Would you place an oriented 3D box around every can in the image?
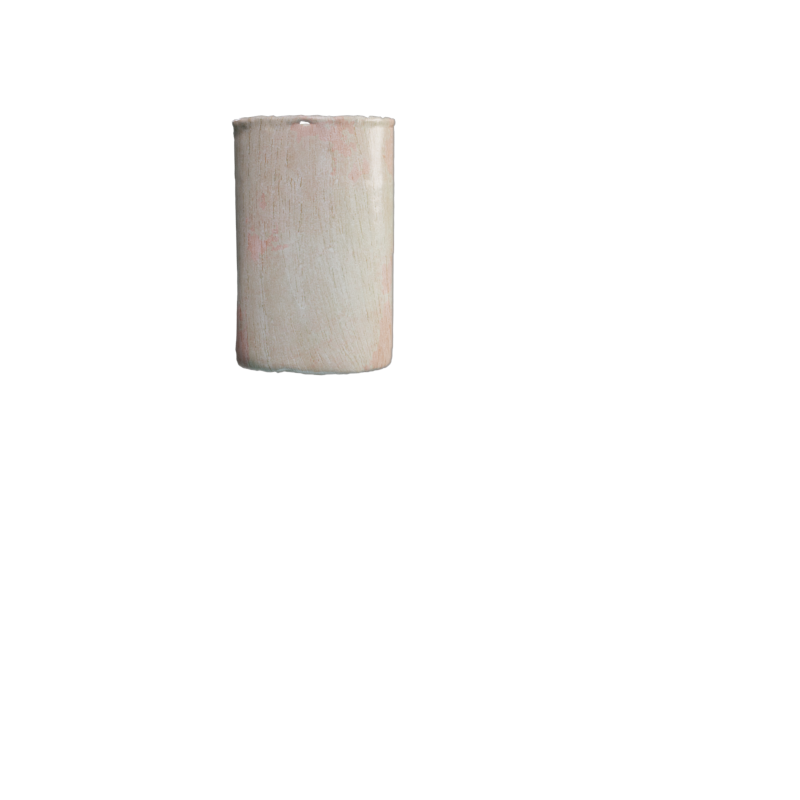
[{"bbox_3d":[-0.036,-0.066,0.462,0.068,0.101,0.069,0,5,-2],"label":"can"}]
